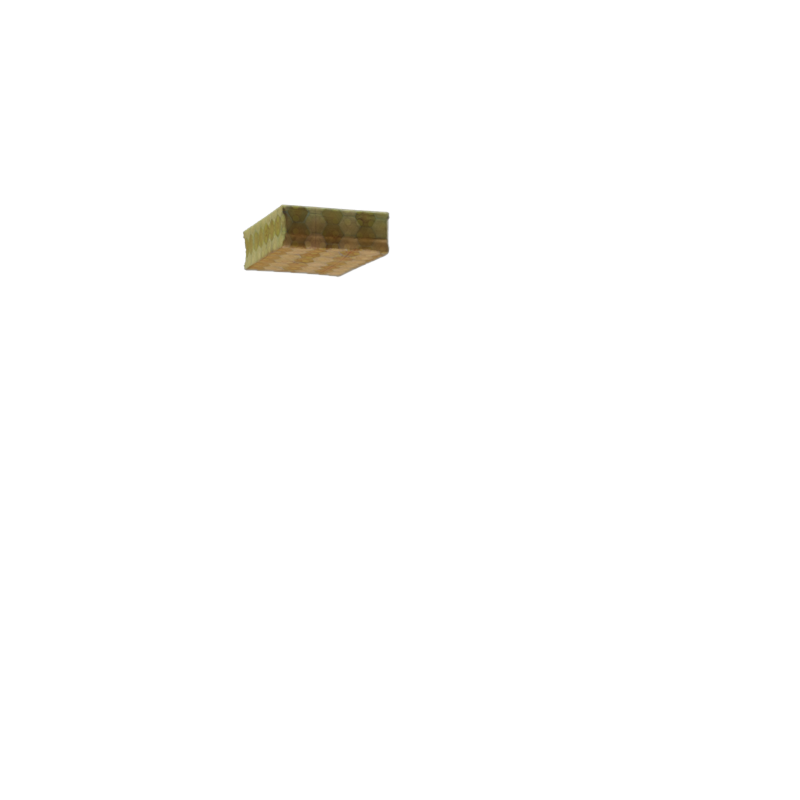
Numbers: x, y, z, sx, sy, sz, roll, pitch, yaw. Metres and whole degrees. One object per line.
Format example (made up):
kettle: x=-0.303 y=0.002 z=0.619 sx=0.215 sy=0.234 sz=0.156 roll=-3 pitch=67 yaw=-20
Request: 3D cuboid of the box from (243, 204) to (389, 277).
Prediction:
box: x=-0.070 y=-0.128 z=0.899 sx=0.087 sy=0.040 sz=0.114 roll=2 pitch=-7 yaw=-22
